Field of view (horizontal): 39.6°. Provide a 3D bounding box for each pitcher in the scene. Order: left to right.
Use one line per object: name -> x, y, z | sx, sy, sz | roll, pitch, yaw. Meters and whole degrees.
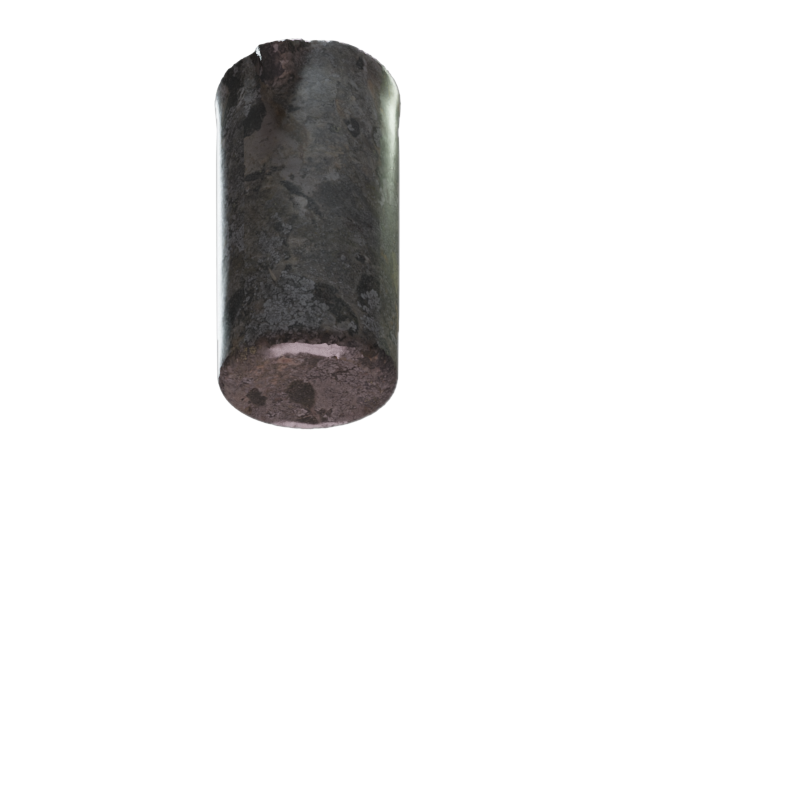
pitcher -> -0.057, -0.105, 0.734 | 0.142, 0.260, 0.142 | 18, -39, -27
